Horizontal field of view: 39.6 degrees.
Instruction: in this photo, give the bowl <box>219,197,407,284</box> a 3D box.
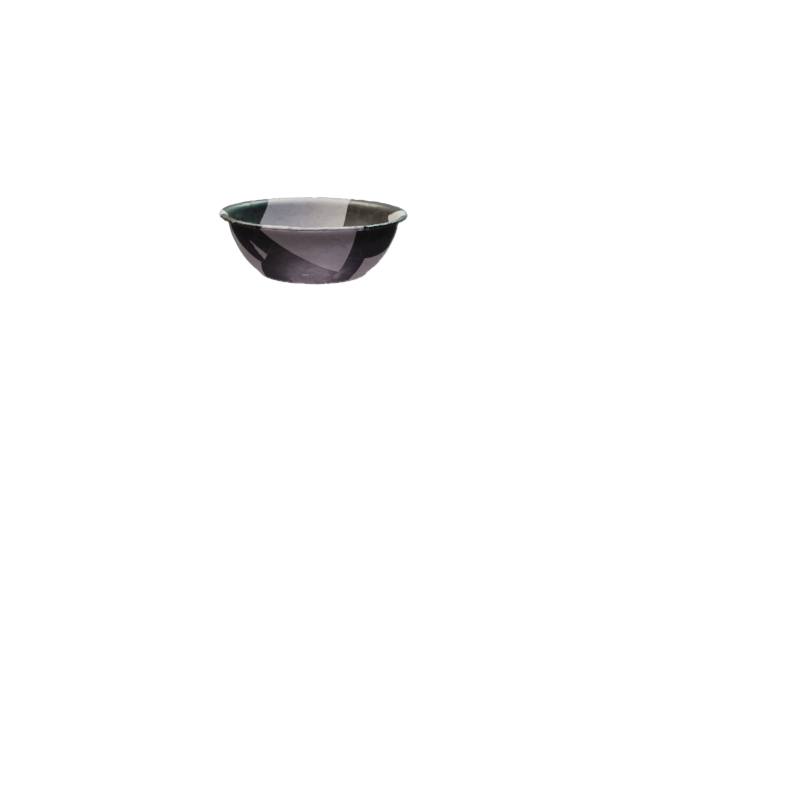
[{"bbox_3d":[-0.075,-0.136,0.954,0.162,0.053,0.168,-1,18,-2],"label":"bowl"}]
